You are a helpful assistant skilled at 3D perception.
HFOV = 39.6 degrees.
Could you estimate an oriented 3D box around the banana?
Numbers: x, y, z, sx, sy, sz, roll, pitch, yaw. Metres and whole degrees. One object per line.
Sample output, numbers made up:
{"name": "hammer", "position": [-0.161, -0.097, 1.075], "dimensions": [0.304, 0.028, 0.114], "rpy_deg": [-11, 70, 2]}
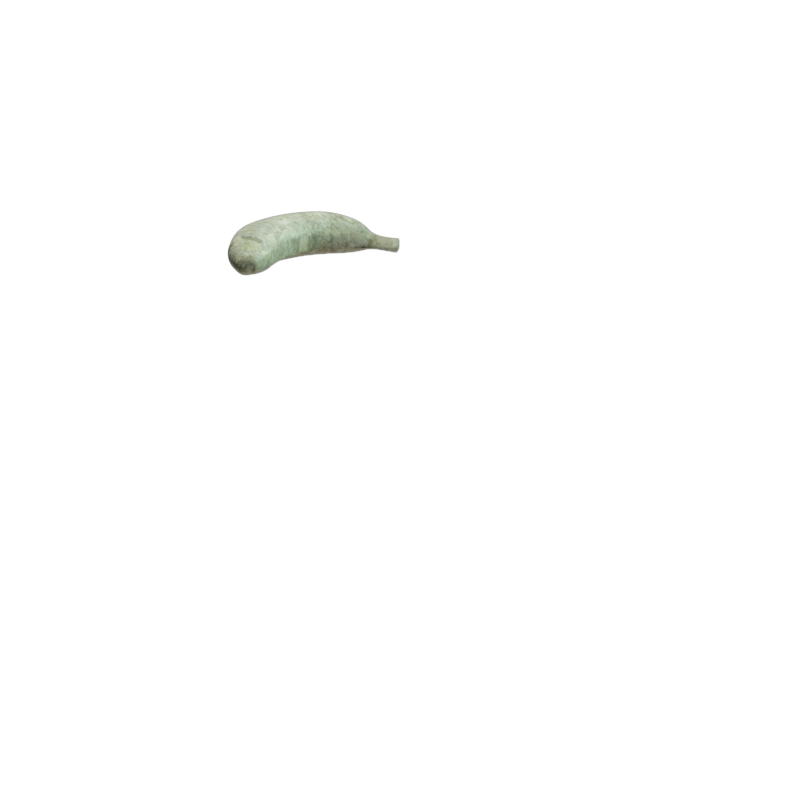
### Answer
{"name": "banana", "position": [-0.080, -0.125, 0.861], "dimensions": [0.073, 0.036, 0.194], "rpy_deg": [9, 18, 33]}
